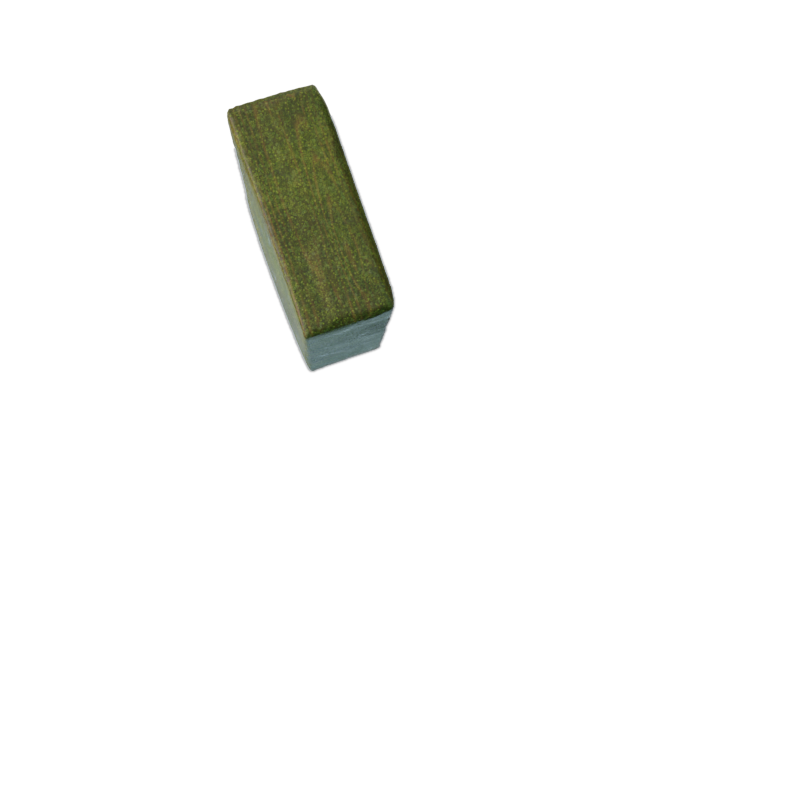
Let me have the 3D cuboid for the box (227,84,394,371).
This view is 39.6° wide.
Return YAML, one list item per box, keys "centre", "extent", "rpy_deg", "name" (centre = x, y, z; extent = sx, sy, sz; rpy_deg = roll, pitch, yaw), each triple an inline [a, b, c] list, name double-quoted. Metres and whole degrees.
- centre: [-0.064, -0.117, 0.821]
  extent: [0.072, 0.169, 0.209]
  rpy_deg: [-19, -6, -6]
  name: "box"
